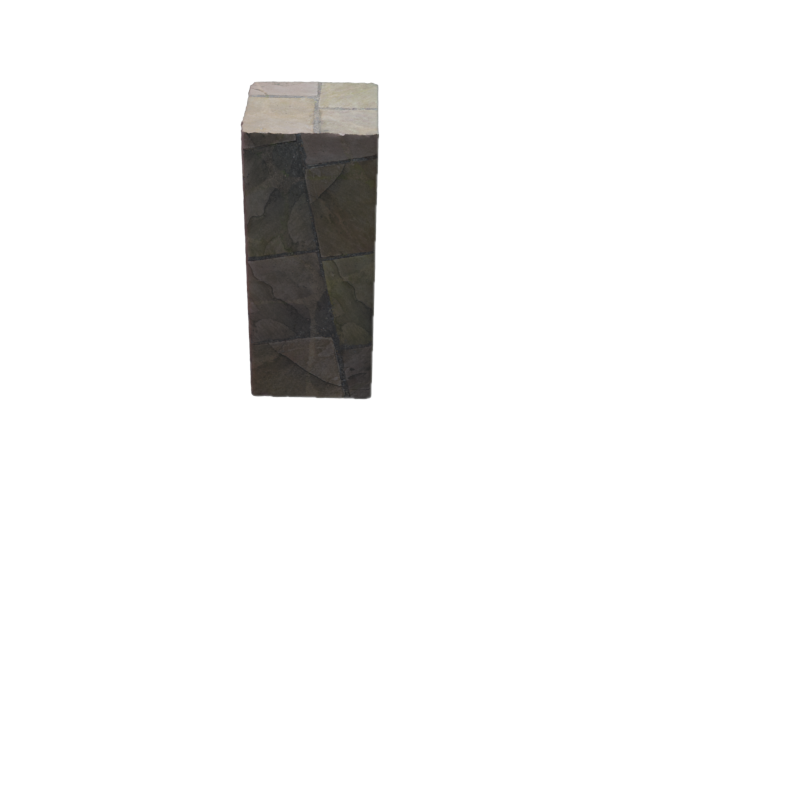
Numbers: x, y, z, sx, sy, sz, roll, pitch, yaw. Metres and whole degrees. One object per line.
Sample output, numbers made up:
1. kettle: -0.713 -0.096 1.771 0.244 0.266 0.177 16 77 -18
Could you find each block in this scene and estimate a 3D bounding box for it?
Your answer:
1. block: -0.062 -0.112 0.780 0.090 0.194 0.096 2 33 -1
